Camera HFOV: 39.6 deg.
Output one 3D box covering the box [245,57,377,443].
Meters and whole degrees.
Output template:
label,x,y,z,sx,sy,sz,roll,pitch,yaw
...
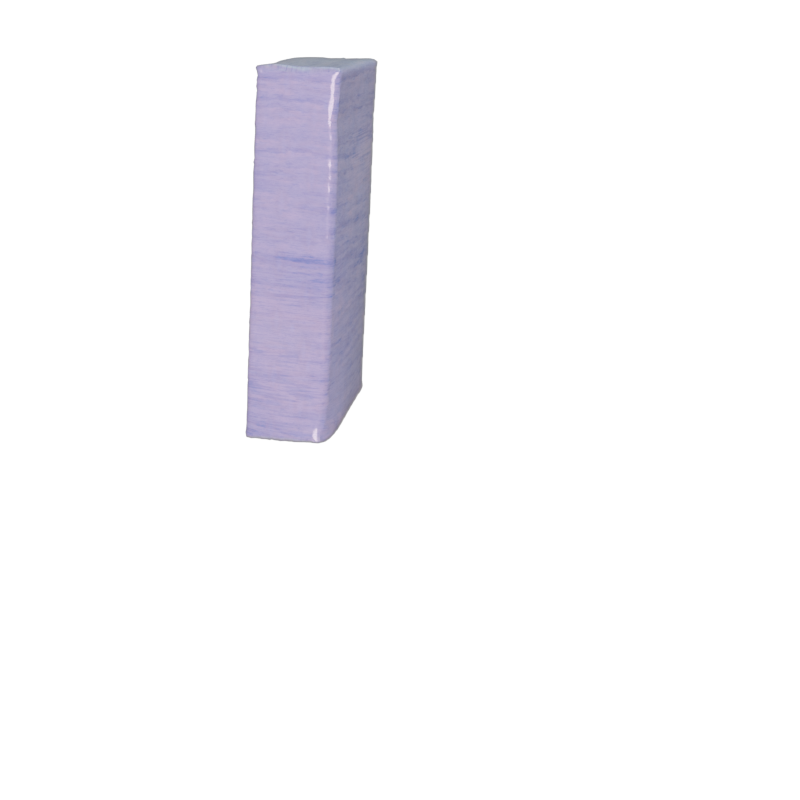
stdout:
label,x,y,z,sx,sy,sz,roll,pitch,yaw
box,-0.043,-0.077,0.542,0.049,0.171,0.095,3,13,10
